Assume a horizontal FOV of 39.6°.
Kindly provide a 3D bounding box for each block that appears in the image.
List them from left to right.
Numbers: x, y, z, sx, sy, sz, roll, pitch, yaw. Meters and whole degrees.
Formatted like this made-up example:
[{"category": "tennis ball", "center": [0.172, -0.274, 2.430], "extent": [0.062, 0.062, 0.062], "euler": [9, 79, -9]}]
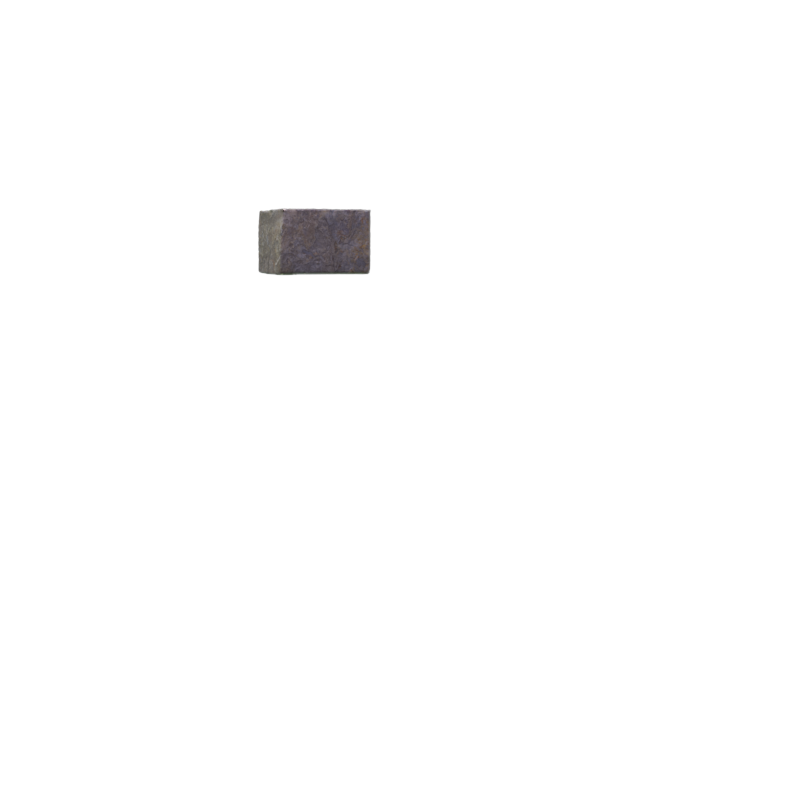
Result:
[{"category": "block", "center": [-0.069, -0.126, 0.881], "extent": [0.076, 0.051, 0.055], "euler": [-3, 5, -26]}]
